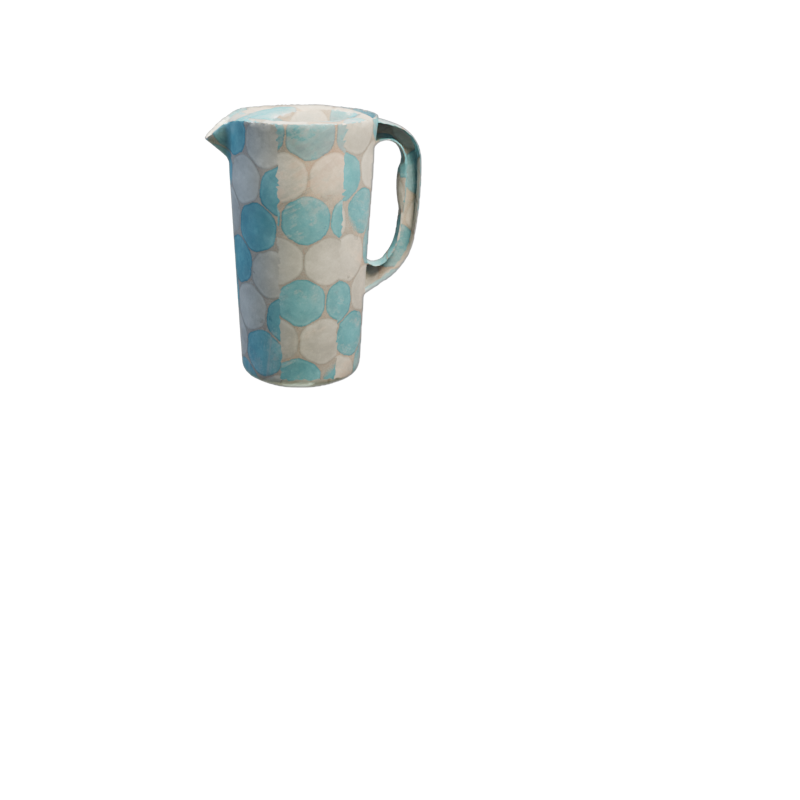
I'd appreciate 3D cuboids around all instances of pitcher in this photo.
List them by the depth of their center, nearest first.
[{"bbox_3d":[-0.077,-0.141,0.988,0.157,0.234,0.143,12,20,33],"label":"pitcher"}]
